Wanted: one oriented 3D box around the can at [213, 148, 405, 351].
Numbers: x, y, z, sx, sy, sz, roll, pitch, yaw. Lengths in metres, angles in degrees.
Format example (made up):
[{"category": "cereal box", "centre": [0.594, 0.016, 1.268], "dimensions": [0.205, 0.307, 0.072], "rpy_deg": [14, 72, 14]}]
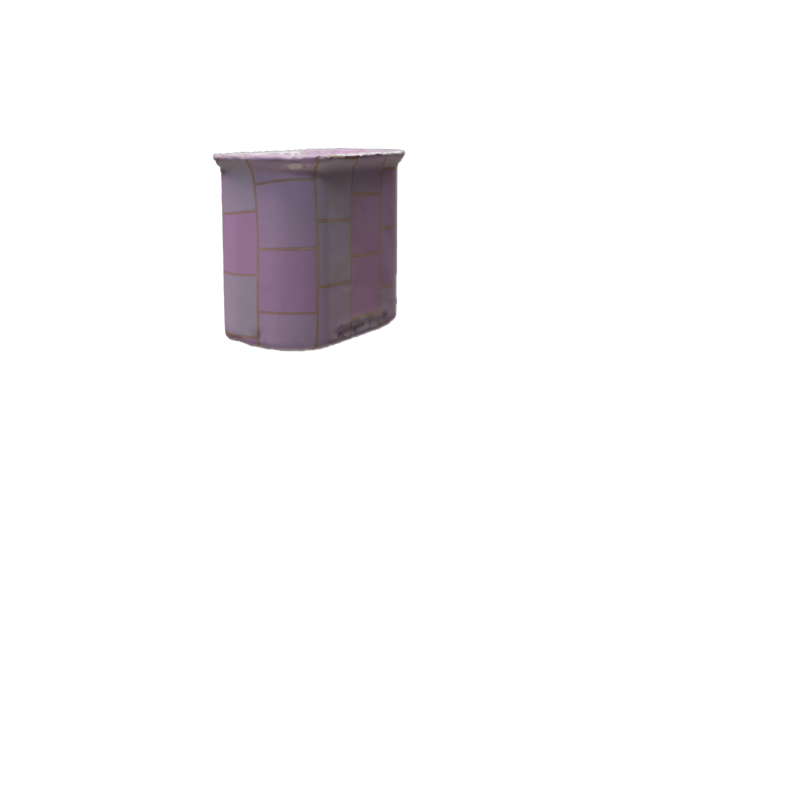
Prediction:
[{"category": "can", "centre": [-0.040, -0.073, 0.511], "dimensions": [0.060, 0.082, 0.100], "rpy_deg": [5, 12, 27]}]
